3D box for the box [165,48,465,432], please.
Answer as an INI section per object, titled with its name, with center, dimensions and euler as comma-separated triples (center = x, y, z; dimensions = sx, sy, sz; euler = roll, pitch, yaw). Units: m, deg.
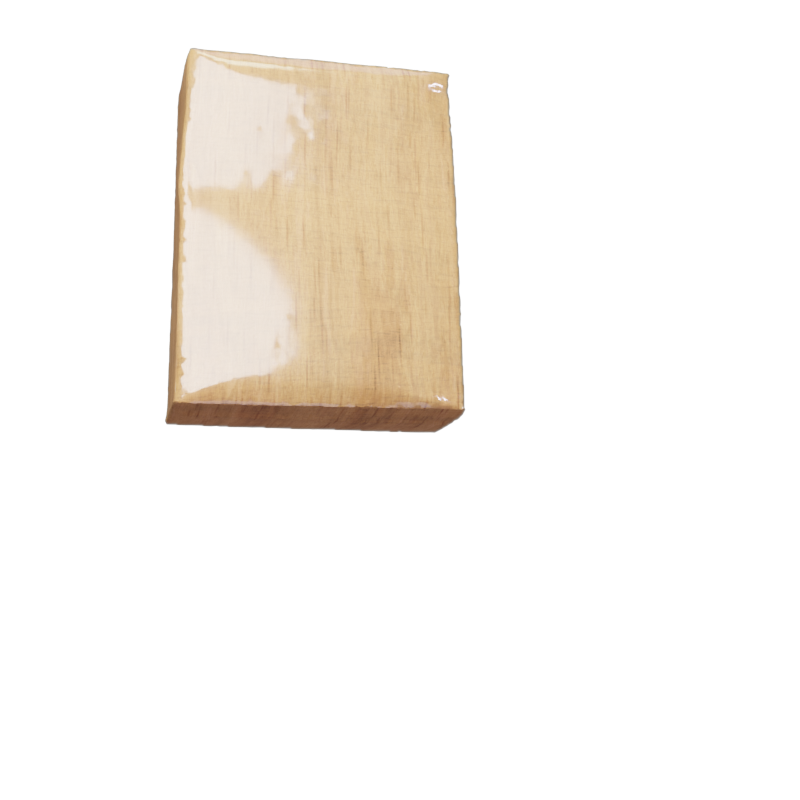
[box]
center = -0.051, -0.093, 0.652
dimensions = 0.161, 0.223, 0.070
euler = 3, -18, -12
